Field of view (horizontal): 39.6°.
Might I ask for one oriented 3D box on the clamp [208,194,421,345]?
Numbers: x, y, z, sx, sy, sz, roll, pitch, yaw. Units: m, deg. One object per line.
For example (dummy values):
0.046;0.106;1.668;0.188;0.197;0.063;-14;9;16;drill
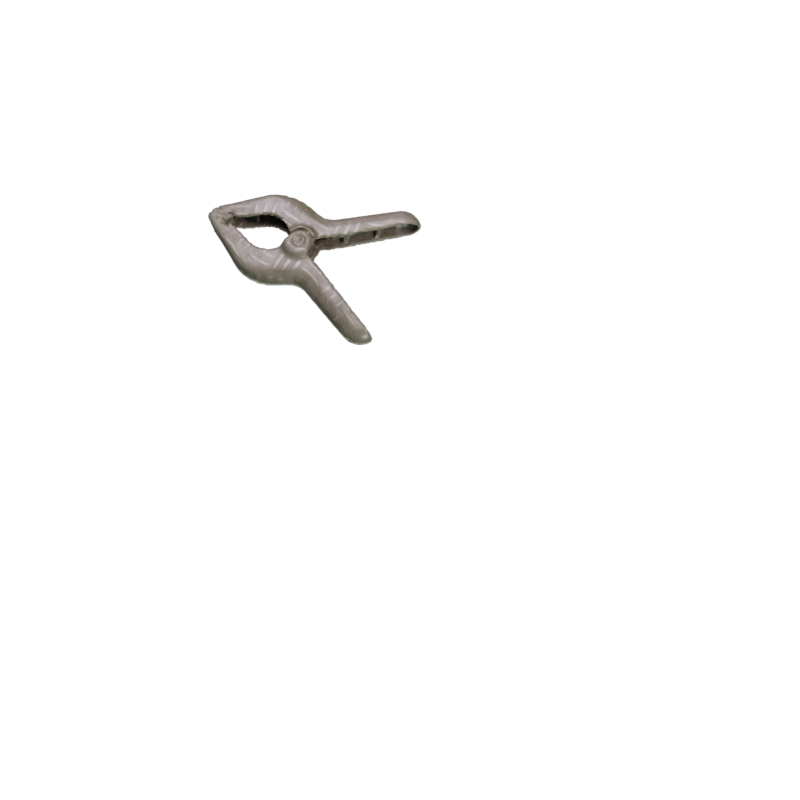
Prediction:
-0.071;-0.130;0.908;0.177;0.123;0.037;29;-25;15;clamp
